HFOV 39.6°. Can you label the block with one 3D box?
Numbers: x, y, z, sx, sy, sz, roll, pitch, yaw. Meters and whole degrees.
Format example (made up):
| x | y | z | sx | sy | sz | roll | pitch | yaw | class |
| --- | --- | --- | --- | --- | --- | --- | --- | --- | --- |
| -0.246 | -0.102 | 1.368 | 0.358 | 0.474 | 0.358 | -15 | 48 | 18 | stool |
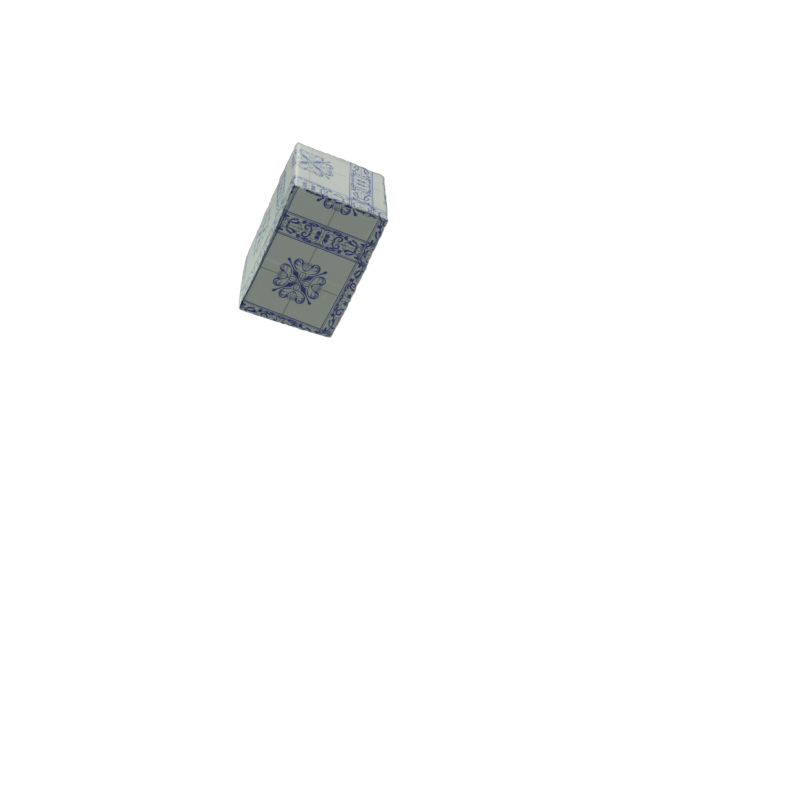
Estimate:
| x | y | z | sx | sy | sz | roll | pitch | yaw | class |
| --- | --- | --- | --- | --- | --- | --- | --- | --- | --- |
| -0.045 | -0.082 | 0.575 | 0.051 | 0.075 | 0.055 | 20 | 29 | -15 | block |
